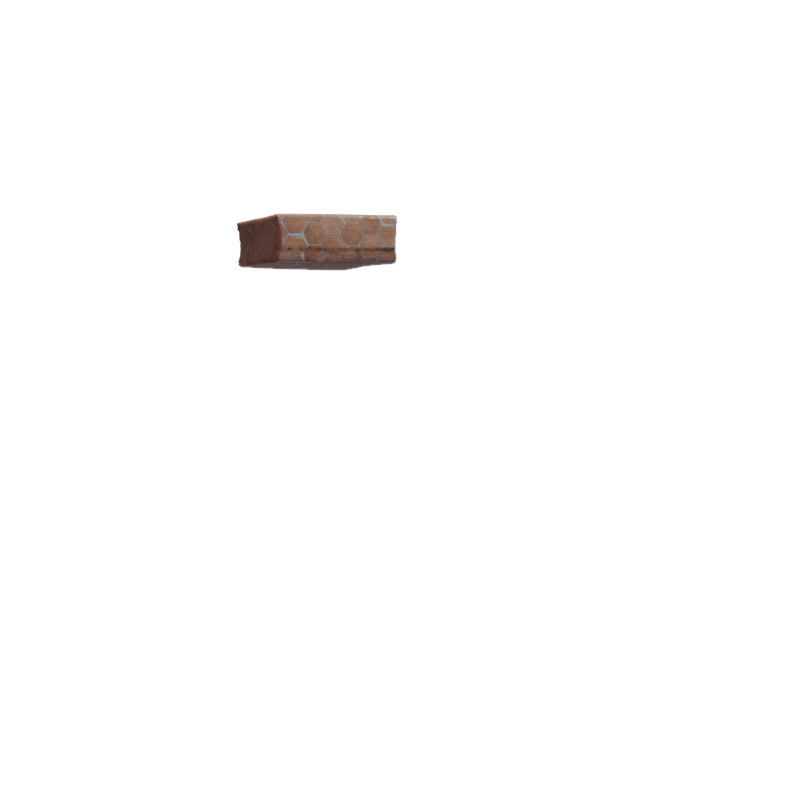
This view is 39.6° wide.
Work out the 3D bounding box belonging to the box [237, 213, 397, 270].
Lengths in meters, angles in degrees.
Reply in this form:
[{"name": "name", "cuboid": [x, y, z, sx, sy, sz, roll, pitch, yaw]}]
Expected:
[{"name": "box", "cuboid": [-0.064, -0.116, 0.815, 0.088, 0.039, 0.116, -1, 3, -21]}]
